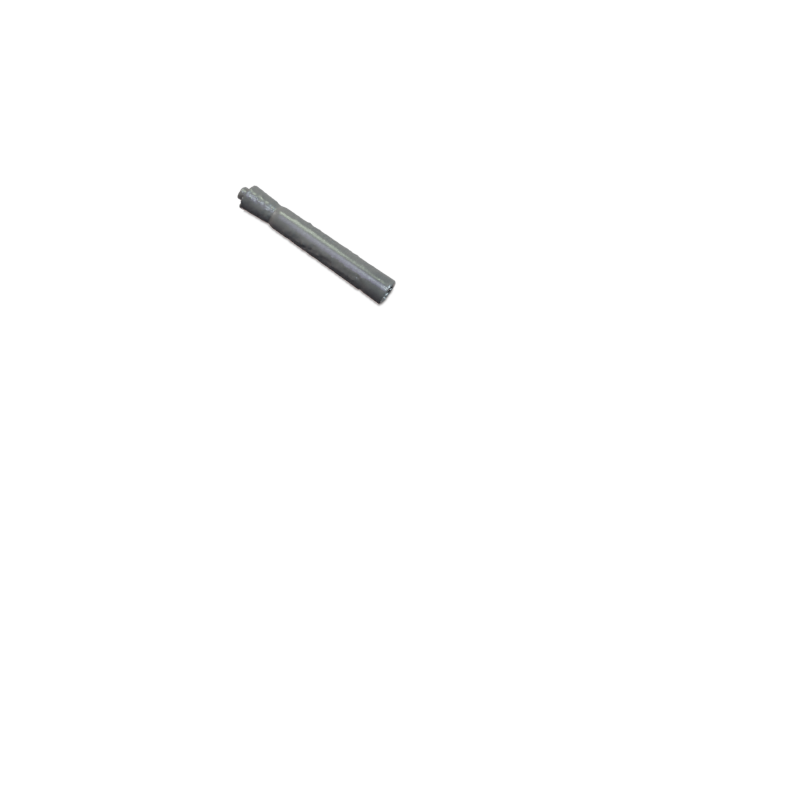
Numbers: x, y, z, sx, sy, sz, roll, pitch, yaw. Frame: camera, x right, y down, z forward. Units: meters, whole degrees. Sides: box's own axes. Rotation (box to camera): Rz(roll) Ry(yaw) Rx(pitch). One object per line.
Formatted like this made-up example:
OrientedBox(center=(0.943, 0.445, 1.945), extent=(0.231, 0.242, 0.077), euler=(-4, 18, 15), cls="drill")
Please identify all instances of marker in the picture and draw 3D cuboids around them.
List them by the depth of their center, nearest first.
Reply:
OrientedBox(center=(-0.057, -0.104, 0.730), extent=(0.125, 0.019, 0.019), euler=(36, 11, 13), cls="marker")
